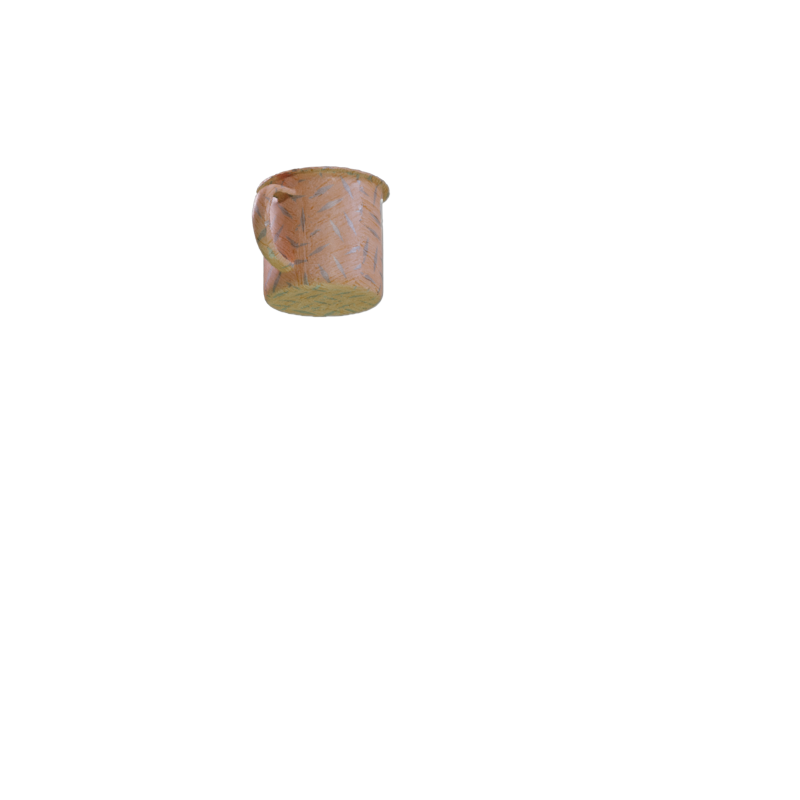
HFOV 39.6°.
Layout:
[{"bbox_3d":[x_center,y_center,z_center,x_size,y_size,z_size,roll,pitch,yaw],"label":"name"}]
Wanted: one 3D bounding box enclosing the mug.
[{"bbox_3d":[-0.059,-0.107,0.750,0.095,0.085,0.110,-10,-17,31],"label":"mug"}]
